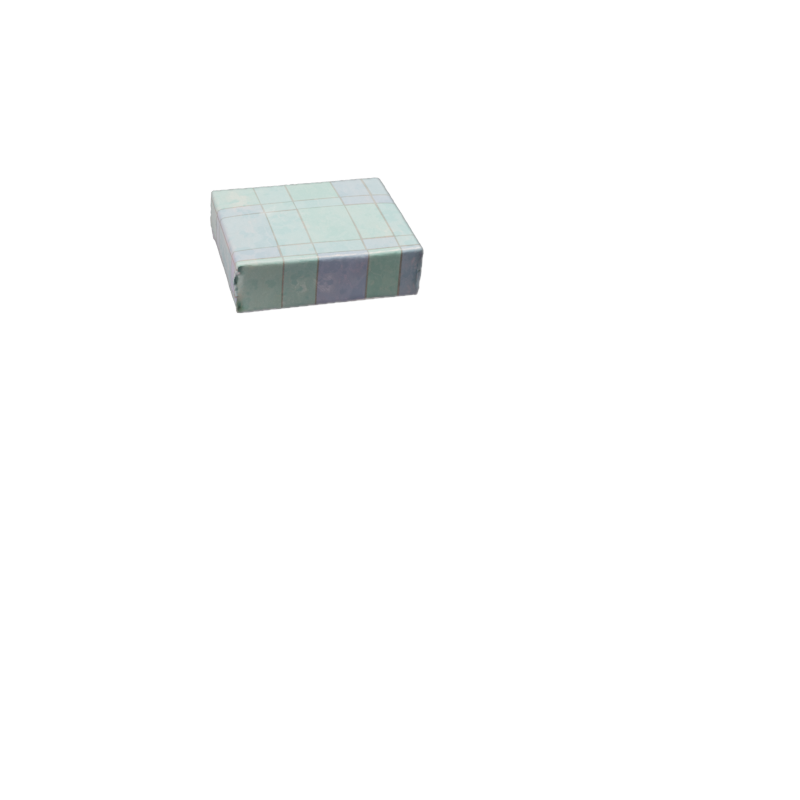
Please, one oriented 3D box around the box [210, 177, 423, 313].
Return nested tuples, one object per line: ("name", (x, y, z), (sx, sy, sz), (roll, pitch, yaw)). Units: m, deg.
("box", (-0.053, -0.096, 0.671), (0.112, 0.036, 0.097), (-9, 37, -13))
